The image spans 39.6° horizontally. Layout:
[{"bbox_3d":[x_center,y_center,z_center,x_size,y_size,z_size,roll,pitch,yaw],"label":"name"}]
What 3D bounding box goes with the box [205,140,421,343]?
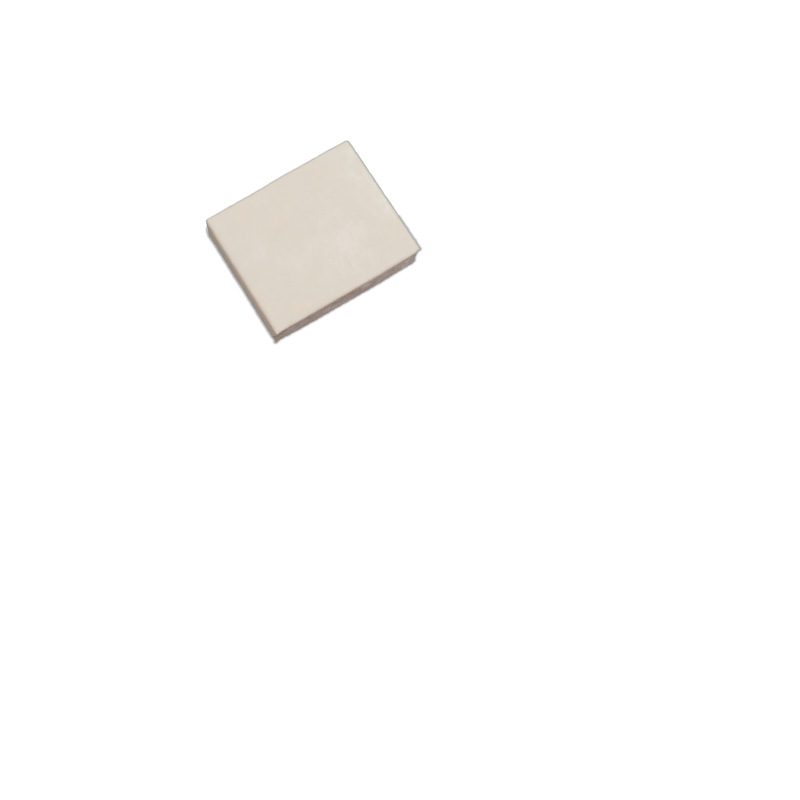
[{"bbox_3d":[-0.057,-0.104,0.730,0.113,0.093,0.037,-32,-13,-9],"label":"box"}]
